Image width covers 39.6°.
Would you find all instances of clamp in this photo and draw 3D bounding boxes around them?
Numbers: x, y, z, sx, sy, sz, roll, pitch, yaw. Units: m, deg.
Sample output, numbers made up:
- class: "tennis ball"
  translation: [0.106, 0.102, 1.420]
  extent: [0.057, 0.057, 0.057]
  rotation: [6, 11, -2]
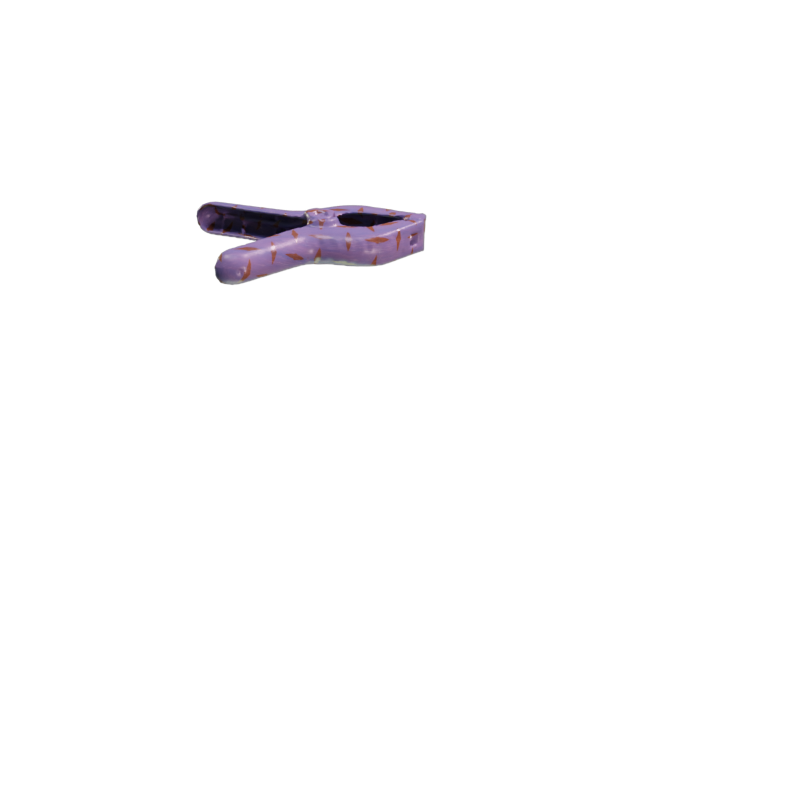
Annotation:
- class: "clamp"
  translation: [-0.063, -0.114, 0.800]
  extent: [0.171, 0.037, 0.128]
  rotation: [-3, 33, -4]
